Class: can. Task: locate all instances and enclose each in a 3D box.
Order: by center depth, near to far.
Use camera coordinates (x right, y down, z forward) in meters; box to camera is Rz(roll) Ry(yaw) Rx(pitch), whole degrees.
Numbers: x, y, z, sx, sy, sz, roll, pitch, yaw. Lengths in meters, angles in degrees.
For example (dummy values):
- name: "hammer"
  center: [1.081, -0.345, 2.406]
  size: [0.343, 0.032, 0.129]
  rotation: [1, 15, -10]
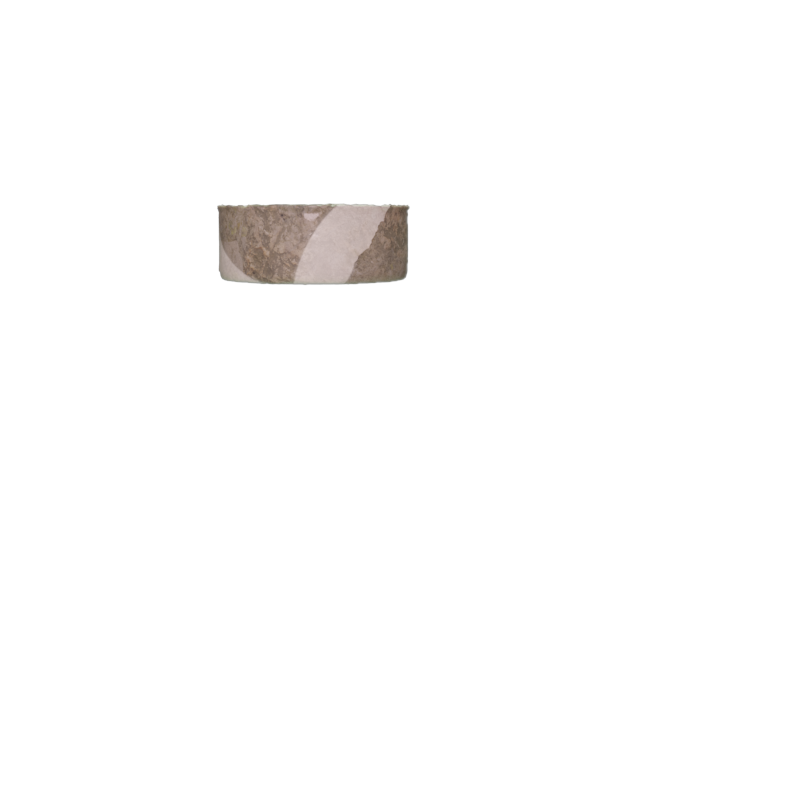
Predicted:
- name: "can"
  center: [-0.039, -0.071, 0.495]
  size: [0.086, 0.033, 0.087]
  rotation: [0, 9, -2]
